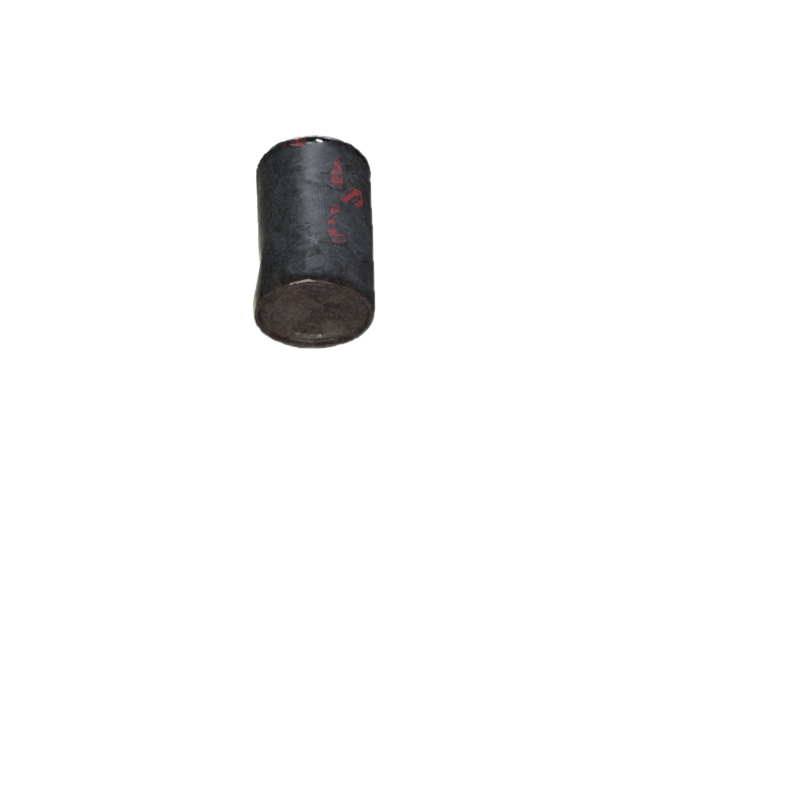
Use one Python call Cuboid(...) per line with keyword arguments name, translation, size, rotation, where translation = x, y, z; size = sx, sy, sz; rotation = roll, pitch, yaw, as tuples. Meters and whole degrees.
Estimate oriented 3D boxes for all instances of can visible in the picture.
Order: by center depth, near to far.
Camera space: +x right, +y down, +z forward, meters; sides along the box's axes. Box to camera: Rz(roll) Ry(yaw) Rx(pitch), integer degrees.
Cuboid(name="can", translation=(-0.049, -0.089, 0.624), size=(0.068, 0.109, 0.064), rotation=(-1, -34, -2))
